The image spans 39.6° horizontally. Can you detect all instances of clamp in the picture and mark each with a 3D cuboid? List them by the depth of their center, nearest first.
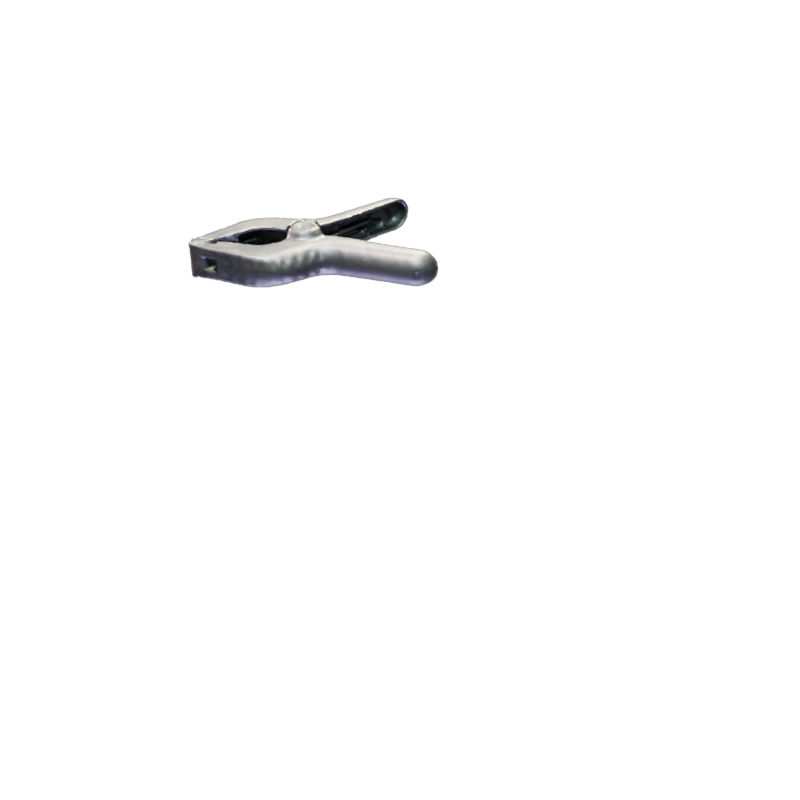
[{"bbox_3d":[-0.062,-0.113,0.793,0.172,0.037,0.126,1,24,1],"label":"clamp"}]
